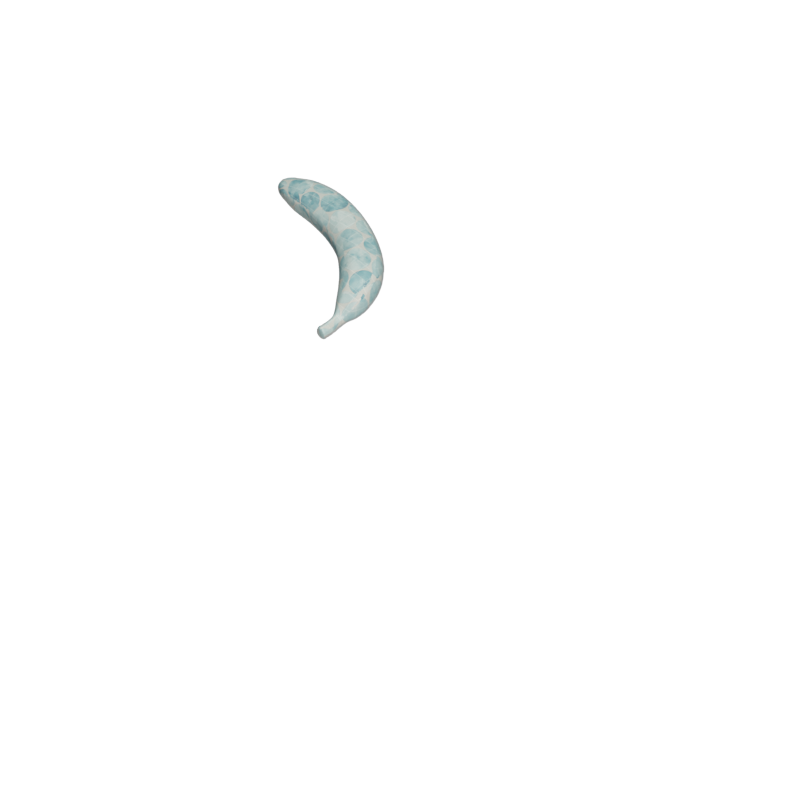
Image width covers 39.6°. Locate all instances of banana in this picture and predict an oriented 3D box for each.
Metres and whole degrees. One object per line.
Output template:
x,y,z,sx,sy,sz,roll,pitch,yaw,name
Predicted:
-0.055,-0.135,0.945,0.069,0.034,0.214,-9,45,-10,banana
